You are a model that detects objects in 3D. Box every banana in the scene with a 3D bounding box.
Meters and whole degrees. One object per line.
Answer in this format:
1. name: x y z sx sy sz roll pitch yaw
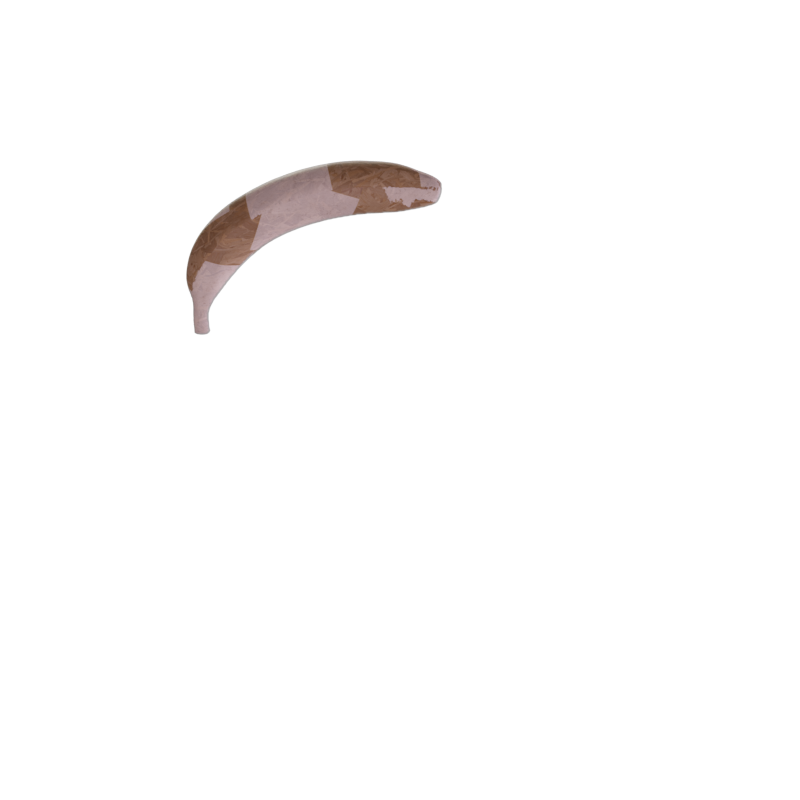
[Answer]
1. banana: -0.072 -0.119 0.749 0.198 0.066 0.039 -28 24 12
